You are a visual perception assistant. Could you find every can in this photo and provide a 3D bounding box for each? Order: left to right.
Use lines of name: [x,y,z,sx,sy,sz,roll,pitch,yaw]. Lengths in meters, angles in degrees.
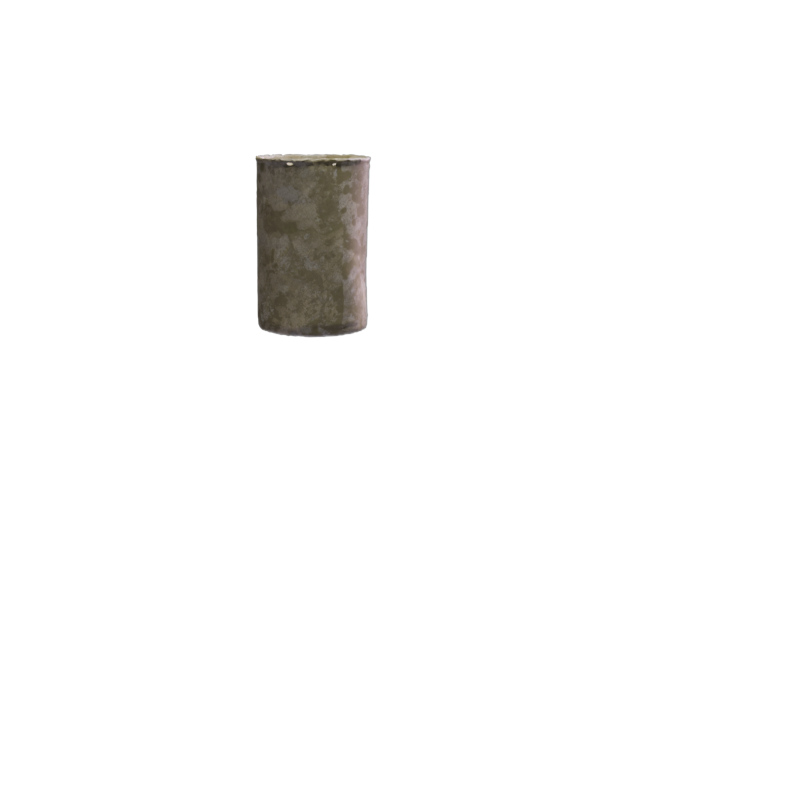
can: [-0.051,-0.094,0.657,0.068,0.100,0.070,0,10,-2]
